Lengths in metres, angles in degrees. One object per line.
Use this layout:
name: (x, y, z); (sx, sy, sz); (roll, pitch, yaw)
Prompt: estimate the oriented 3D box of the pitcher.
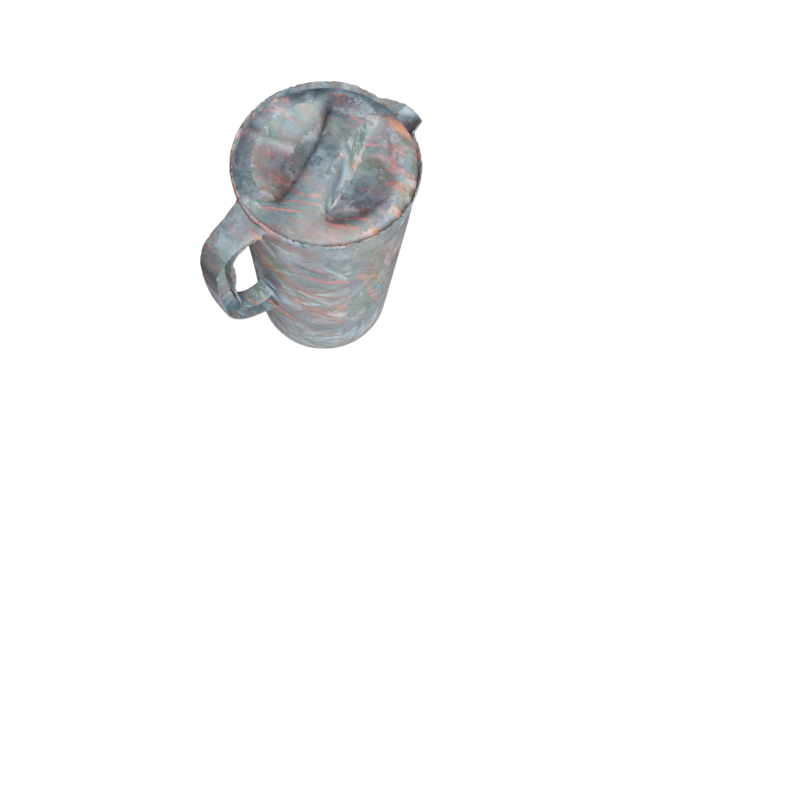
pitcher: (-0.068, -0.123, 0.862); (0.149, 0.152, 0.231); (5, -21, -1)
